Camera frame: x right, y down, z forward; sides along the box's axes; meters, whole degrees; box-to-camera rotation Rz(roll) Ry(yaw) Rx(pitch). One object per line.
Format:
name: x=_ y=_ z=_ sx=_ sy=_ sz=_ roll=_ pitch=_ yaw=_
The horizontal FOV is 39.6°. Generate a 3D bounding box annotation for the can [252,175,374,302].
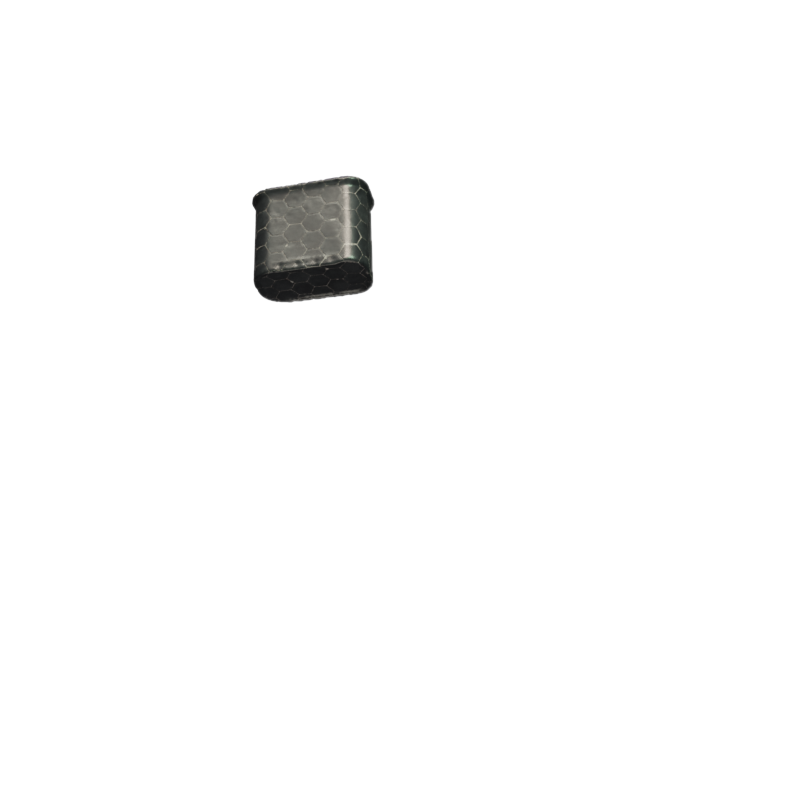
can: x=-0.073 y=-0.132 z=0.925 sx=0.103 sy=0.089 sz=0.053 roll=-7 pitch=-31 yaw=11
